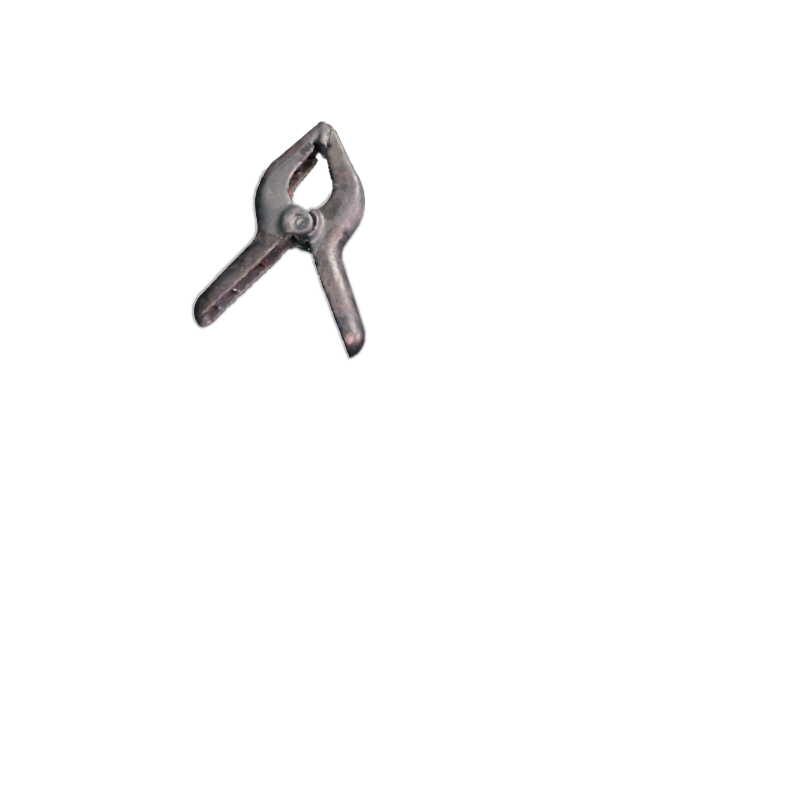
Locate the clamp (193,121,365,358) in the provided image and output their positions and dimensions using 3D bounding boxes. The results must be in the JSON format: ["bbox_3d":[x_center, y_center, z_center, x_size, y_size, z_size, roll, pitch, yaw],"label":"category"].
[{"bbox_3d":[-0.061,-0.112,0.783,0.121,0.176,0.038,20,-15,5],"label":"clamp"}]
